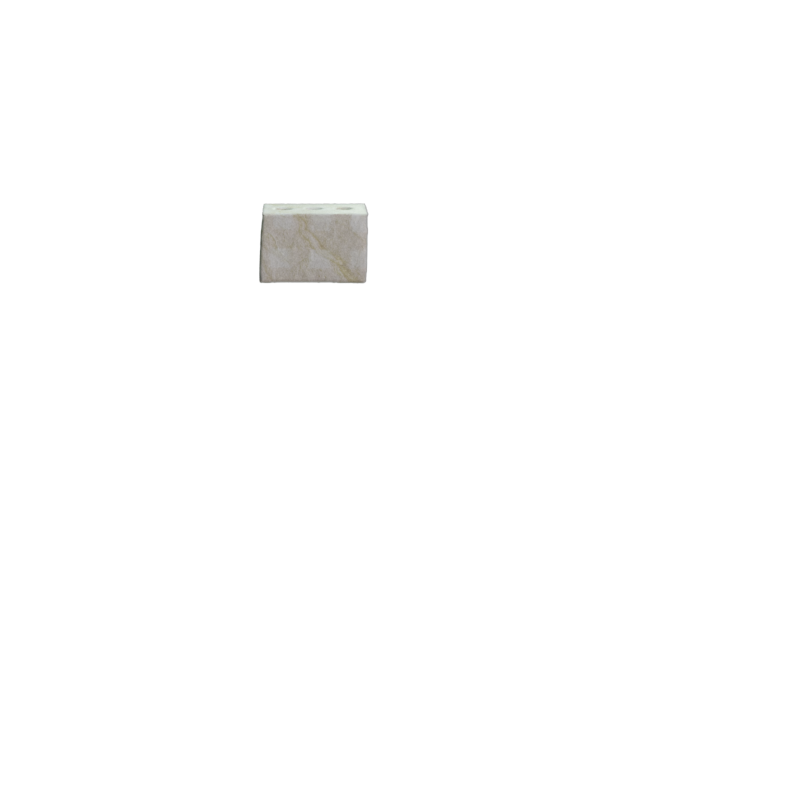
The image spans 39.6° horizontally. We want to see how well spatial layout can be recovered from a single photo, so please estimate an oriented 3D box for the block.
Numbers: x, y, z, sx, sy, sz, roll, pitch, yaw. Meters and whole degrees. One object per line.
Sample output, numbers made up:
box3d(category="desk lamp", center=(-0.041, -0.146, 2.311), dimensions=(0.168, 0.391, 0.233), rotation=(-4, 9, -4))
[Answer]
box3d(category="block", center=(-0.064, -0.116, 0.812), dimensions=(0.078, 0.050, 0.055), rotation=(0, 15, -2))
